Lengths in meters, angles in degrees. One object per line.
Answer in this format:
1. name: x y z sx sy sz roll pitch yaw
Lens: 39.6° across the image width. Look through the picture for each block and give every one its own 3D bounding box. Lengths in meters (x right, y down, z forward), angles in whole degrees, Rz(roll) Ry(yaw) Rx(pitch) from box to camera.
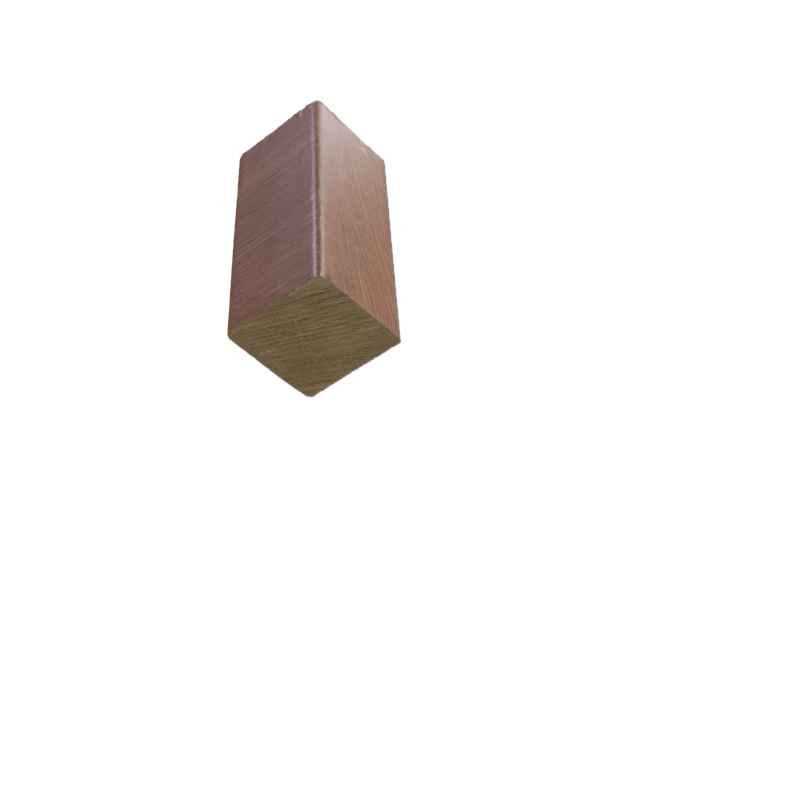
1. block: -0.067 -0.120 0.842 0.090 0.221 0.084 -32 -51 26
